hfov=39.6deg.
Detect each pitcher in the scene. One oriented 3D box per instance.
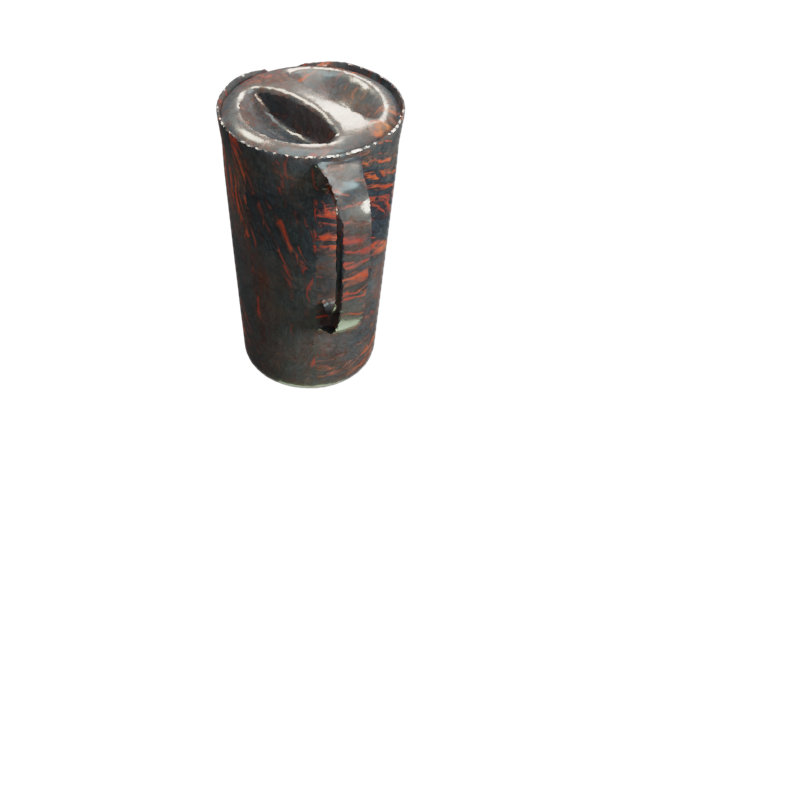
[{"bbox_3d":[-0.066,-0.120,0.841,0.150,0.227,0.154,18,44,17],"label":"pitcher"}]
